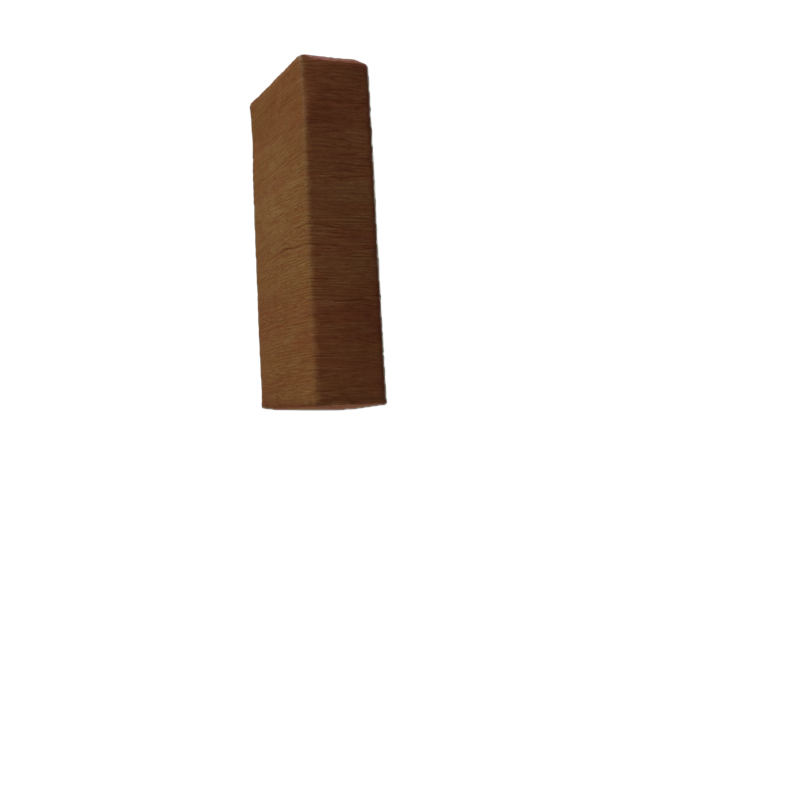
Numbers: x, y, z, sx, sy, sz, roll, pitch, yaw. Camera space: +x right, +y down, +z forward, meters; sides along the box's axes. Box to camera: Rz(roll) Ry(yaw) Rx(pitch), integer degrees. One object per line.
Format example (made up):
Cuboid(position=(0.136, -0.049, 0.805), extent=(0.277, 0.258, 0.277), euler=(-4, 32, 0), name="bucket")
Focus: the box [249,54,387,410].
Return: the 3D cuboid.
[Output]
Cuboid(position=(-0.046, -0.084, 0.586), extent=(0.047, 0.180, 0.094), euler=(3, -9, -23), name="box")
